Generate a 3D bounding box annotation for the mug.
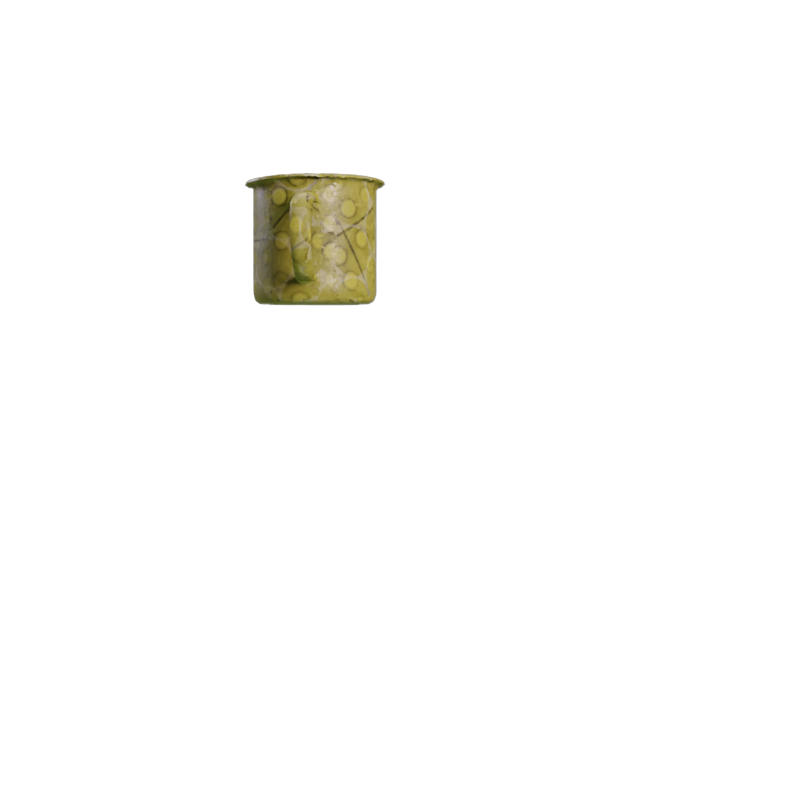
[{"bbox_3d":[-0.057,-0.103,0.724,0.094,0.082,0.116,0,1,2],"label":"mug"}]
